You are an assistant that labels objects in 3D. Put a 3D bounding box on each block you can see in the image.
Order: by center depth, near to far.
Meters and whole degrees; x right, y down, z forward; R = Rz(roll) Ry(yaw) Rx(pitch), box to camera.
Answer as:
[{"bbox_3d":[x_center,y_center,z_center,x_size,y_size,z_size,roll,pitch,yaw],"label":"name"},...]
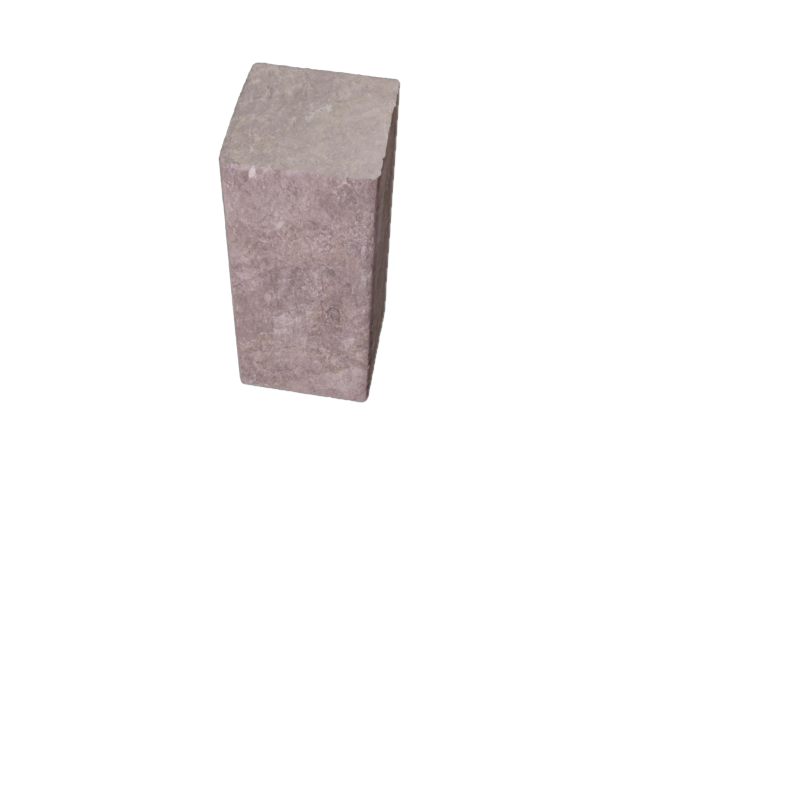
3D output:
[{"bbox_3d":[-0.055,-0.099,0.695,0.091,0.096,0.192,9,-38,3],"label":"block"}]
